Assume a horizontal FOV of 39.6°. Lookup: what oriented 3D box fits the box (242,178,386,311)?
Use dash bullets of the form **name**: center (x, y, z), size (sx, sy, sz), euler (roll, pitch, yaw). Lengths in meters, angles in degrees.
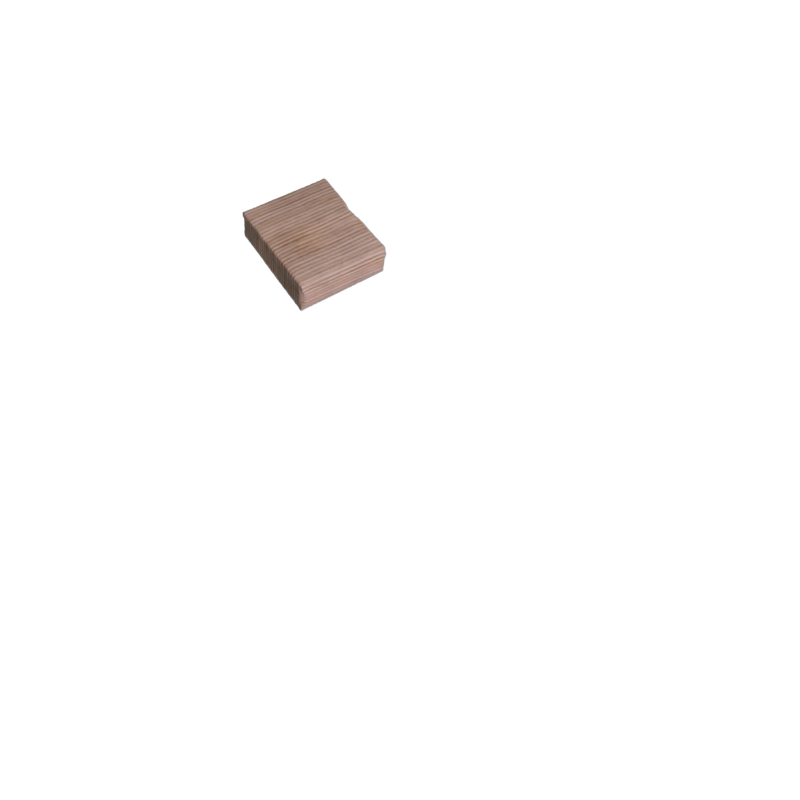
- **box**: center (-0.064, -0.118, 0.825), size (0.073, 0.096, 0.028), euler (-26, -34, -20)
